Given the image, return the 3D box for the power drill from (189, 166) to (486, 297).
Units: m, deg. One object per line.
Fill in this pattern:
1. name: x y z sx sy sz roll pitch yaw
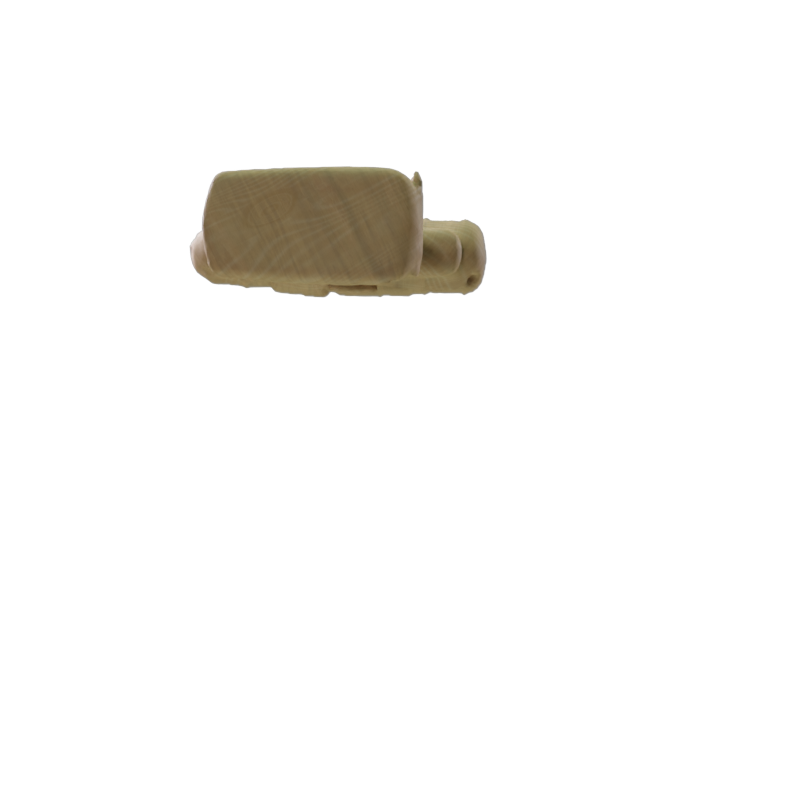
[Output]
1. power drill: -0.048 -0.088 0.618 0.187 0.058 0.185 0 3 9
